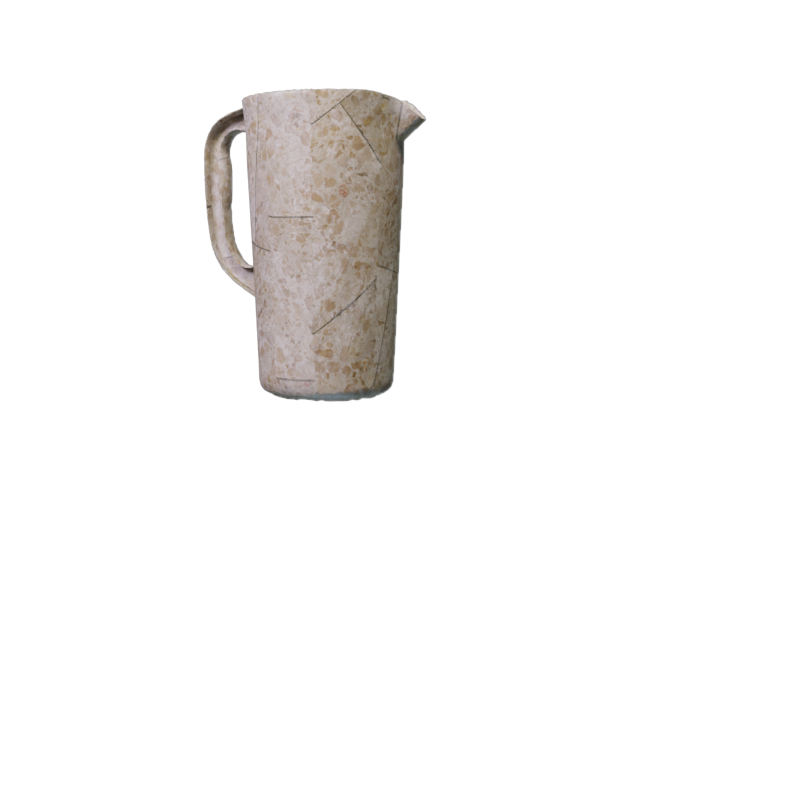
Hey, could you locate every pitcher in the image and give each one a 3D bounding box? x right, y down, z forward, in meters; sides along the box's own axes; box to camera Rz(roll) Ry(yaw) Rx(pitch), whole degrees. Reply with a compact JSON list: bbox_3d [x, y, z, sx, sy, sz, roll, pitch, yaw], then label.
[{"bbox_3d":[-0.070,-0.127,0.892,0.141,0.242,0.154,-1,3,-26],"label":"pitcher"}]
